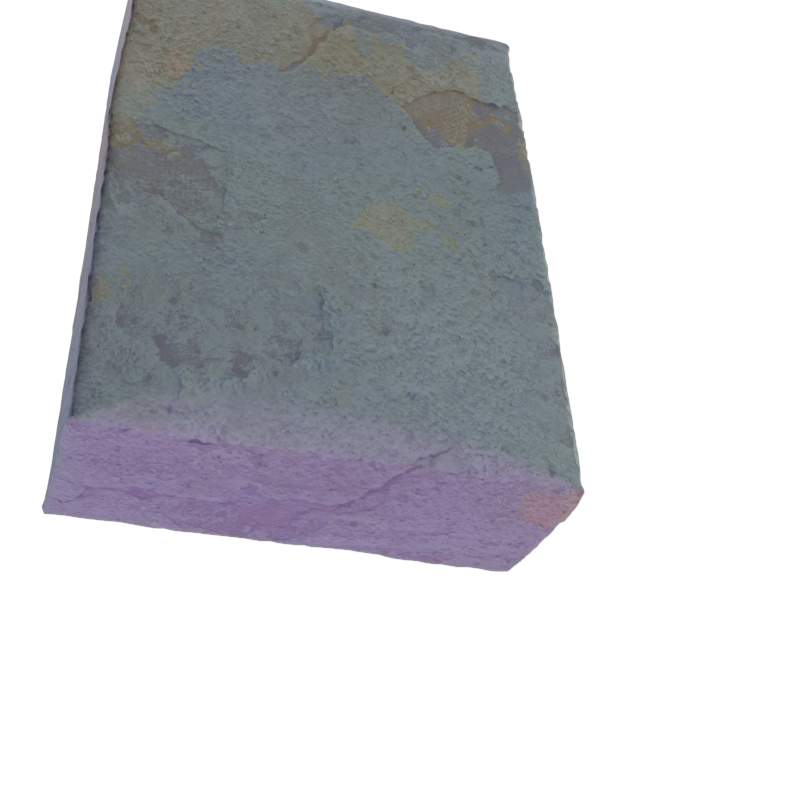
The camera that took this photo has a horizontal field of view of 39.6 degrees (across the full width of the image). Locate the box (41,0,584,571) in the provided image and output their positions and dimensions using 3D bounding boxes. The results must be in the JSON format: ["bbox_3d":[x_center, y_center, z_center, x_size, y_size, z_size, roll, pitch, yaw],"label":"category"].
[{"bbox_3d":[-0.032,-0.058,0.408,0.160,0.229,0.069,9,-37,-15],"label":"box"}]
